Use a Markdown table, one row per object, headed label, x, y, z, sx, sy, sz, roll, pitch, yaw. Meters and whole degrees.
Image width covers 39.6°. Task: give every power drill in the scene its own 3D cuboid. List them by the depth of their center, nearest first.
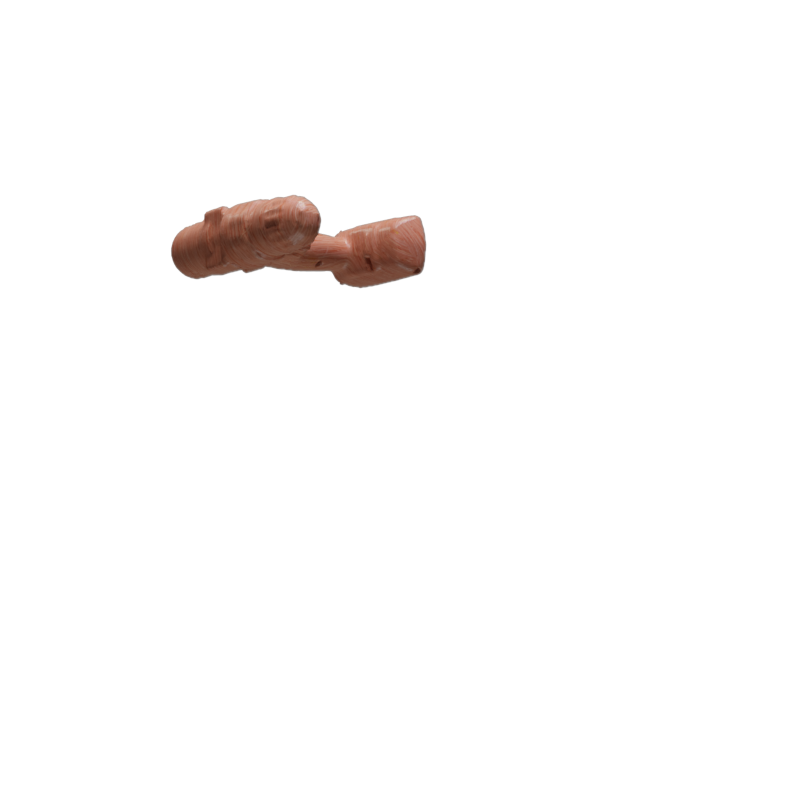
| label | x | y | z | sx | sy | sz | roll | pitch | yaw |
| --- | --- | --- | --- | --- | --- | --- | --- | --- | --- |
| power drill | -0.072 | -0.131 | 0.917 | 0.180 | 0.058 | 0.190 | 1 | -2 | -38 |
